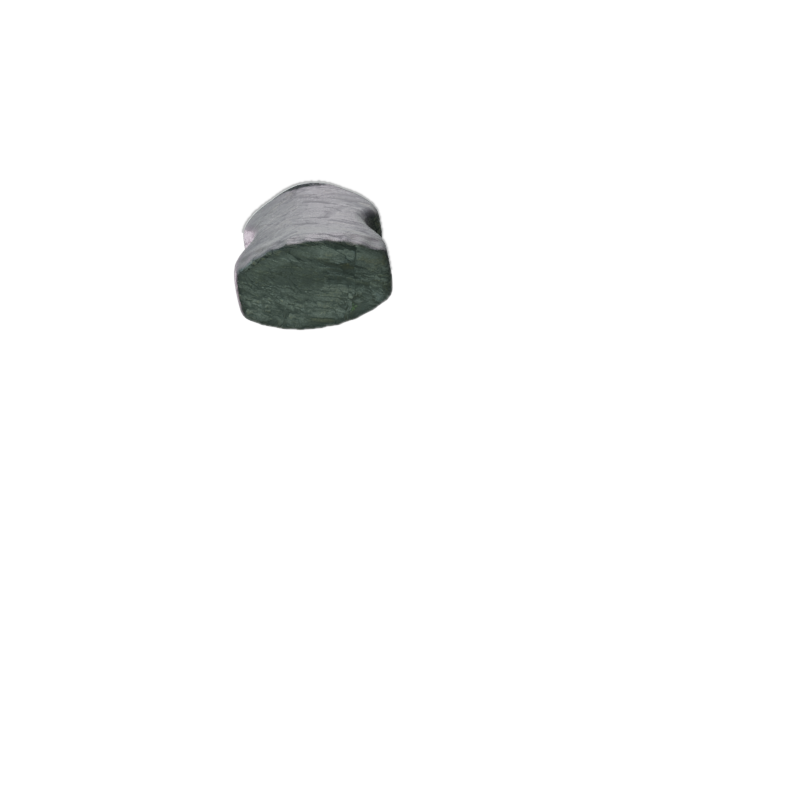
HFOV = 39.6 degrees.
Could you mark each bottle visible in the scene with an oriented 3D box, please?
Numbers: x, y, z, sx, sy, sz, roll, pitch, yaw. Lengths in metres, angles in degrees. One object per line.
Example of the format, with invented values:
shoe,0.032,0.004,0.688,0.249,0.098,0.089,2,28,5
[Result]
bottle,-0.059,-0.109,0.757,0.096,0.055,0.201,-10,24,1
